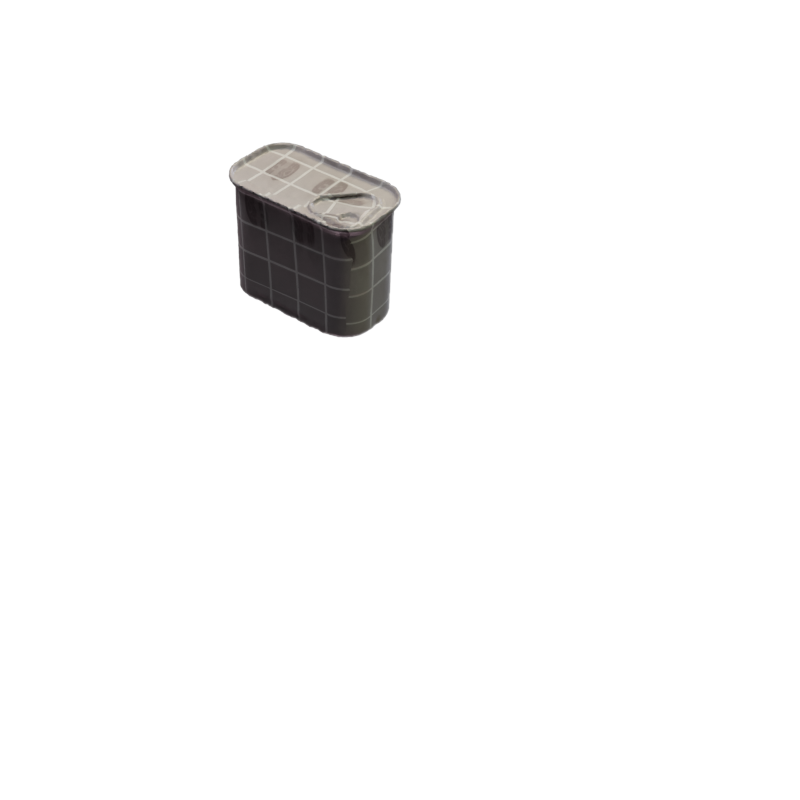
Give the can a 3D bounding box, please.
[{"bbox_3d":[-0.052,-0.095,0.663,0.108,0.078,0.058,27,45,28],"label":"can"}]
